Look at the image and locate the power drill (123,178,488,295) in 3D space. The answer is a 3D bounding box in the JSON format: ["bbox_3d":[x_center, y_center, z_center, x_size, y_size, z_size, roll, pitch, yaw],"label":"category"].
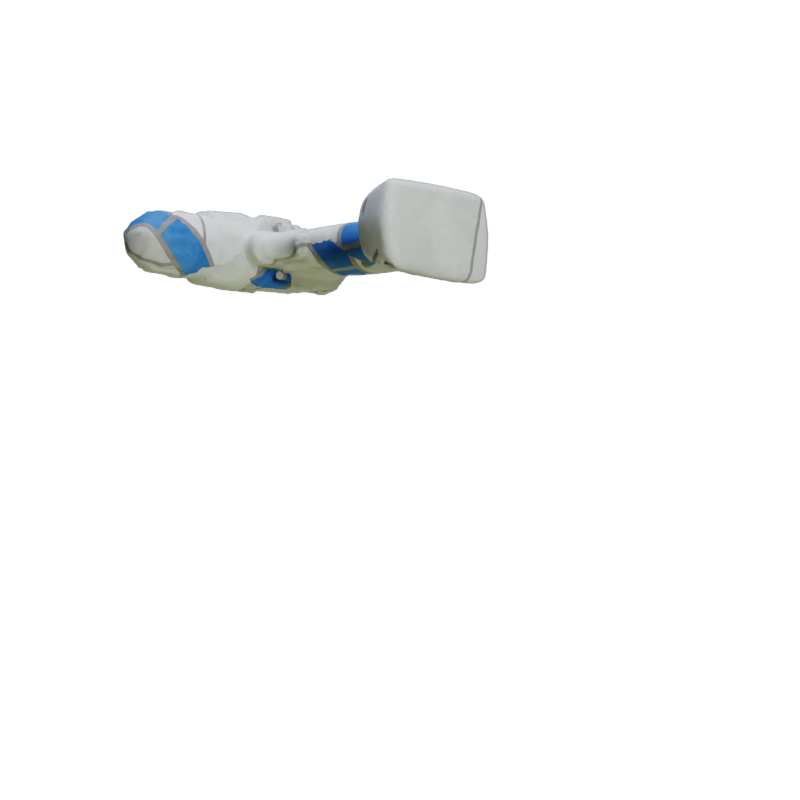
[{"bbox_3d":[-0.055,-0.100,0.701,0.194,0.058,0.177,1,2,42],"label":"power drill"}]
